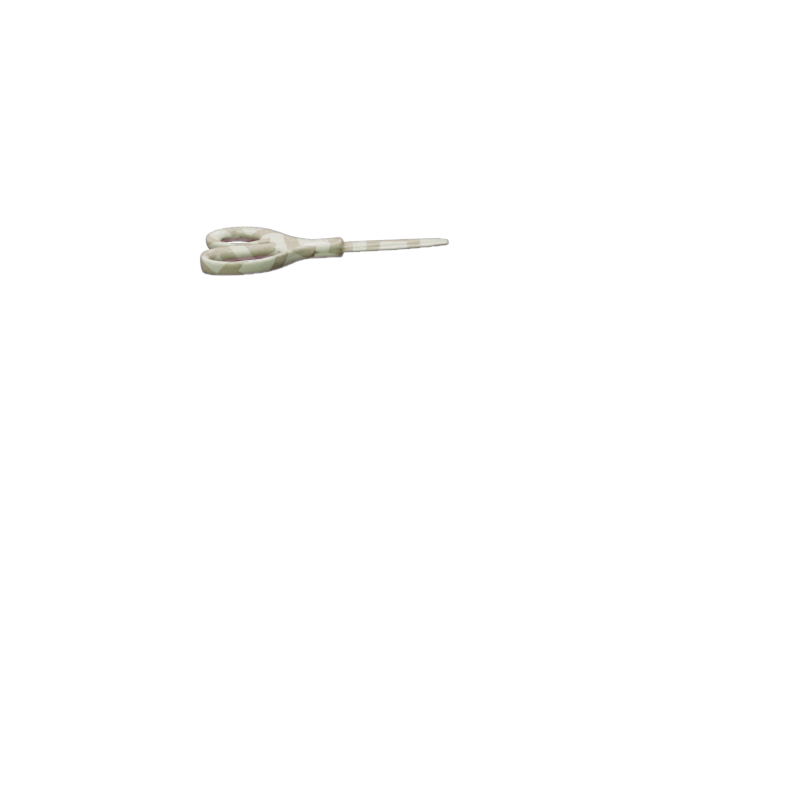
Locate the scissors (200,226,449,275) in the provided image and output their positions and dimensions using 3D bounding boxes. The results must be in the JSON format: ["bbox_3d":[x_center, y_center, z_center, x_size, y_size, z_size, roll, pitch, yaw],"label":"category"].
[{"bbox_3d":[-0.071,-0.129,0.907,0.198,0.015,0.103,-12,28,-23],"label":"scissors"}]
